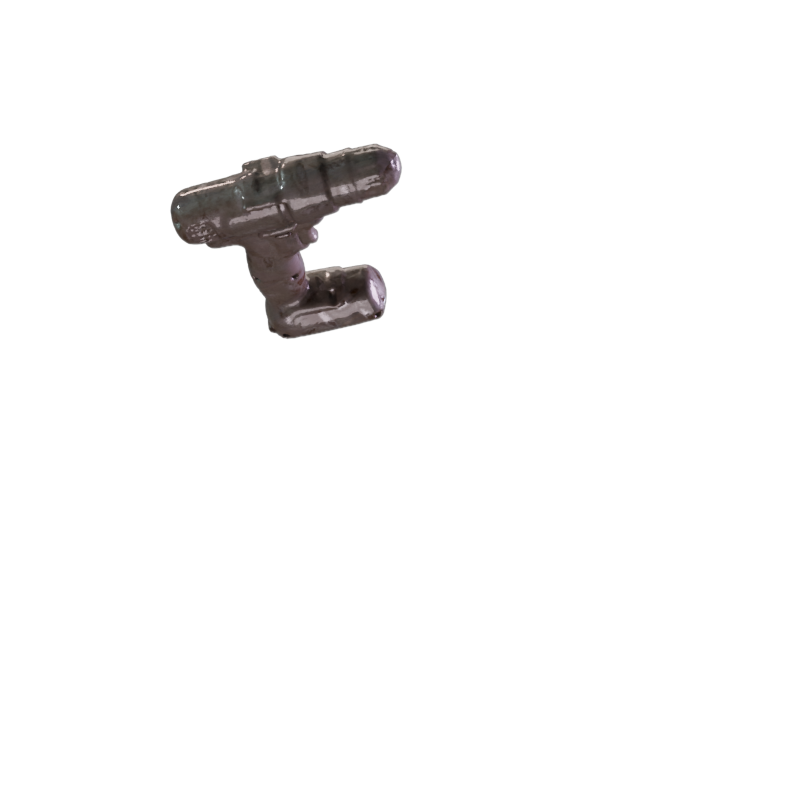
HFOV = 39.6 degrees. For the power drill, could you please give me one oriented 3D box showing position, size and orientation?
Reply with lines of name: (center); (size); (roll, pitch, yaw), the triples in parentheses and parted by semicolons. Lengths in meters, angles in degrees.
power drill: (-0.071, -0.129, 0.905); (0.186, 0.061, 0.173); (-10, -35, 14)
